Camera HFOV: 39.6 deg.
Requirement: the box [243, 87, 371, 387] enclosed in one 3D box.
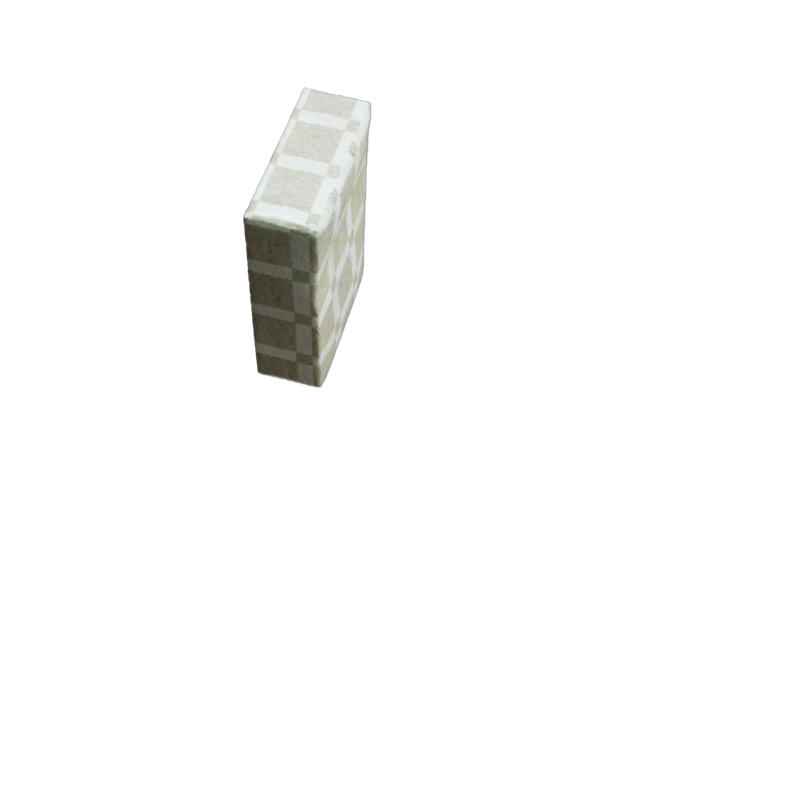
[{"bbox_3d":[-0.077,-0.141,0.984,0.073,0.173,0.199,13,-37,6],"label":"box"}]
